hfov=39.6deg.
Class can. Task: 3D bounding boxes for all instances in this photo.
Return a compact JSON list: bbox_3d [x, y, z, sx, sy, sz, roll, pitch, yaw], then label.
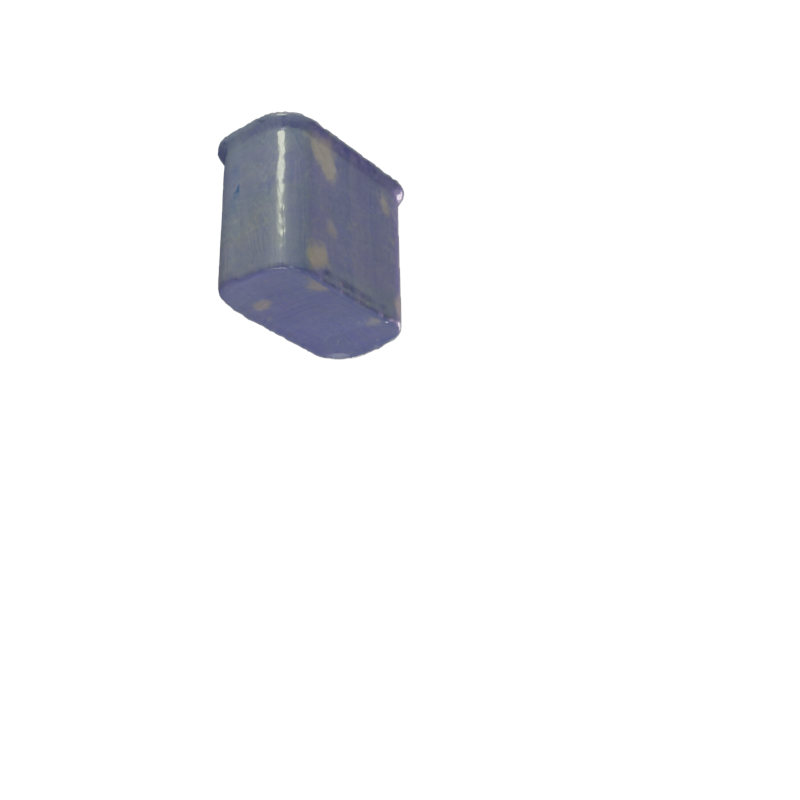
[{"bbox_3d":[-0.042,-0.077,0.540,0.058,0.089,0.095,-22,-34,33],"label":"can"}]
